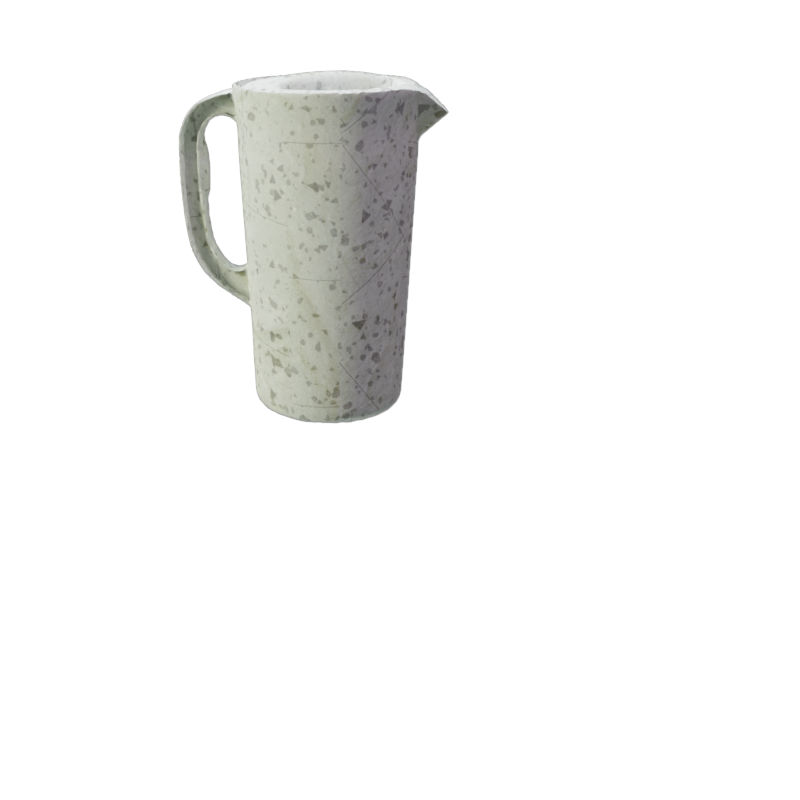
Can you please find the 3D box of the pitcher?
[{"bbox_3d":[-0.062,-0.114,0.797,0.142,0.235,0.158,-13,22,-40],"label":"pitcher"}]
